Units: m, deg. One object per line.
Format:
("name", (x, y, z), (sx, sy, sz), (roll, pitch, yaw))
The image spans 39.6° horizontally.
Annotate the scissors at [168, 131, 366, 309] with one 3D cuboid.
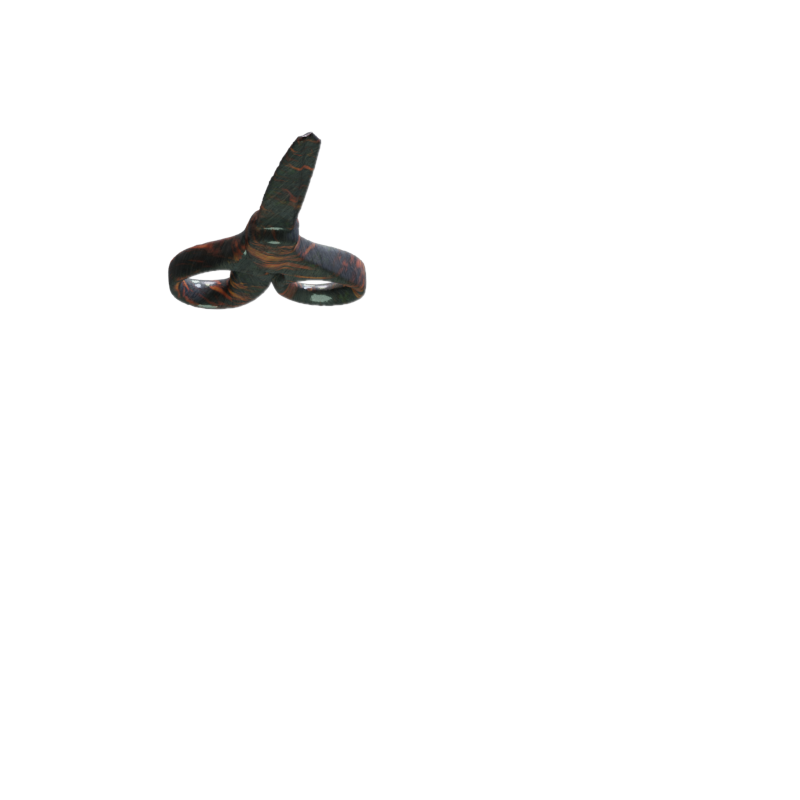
("scissors", (-0.034, -0.062, 0.434), (0.093, 0.016, 0.203), (4, -10, -27))
